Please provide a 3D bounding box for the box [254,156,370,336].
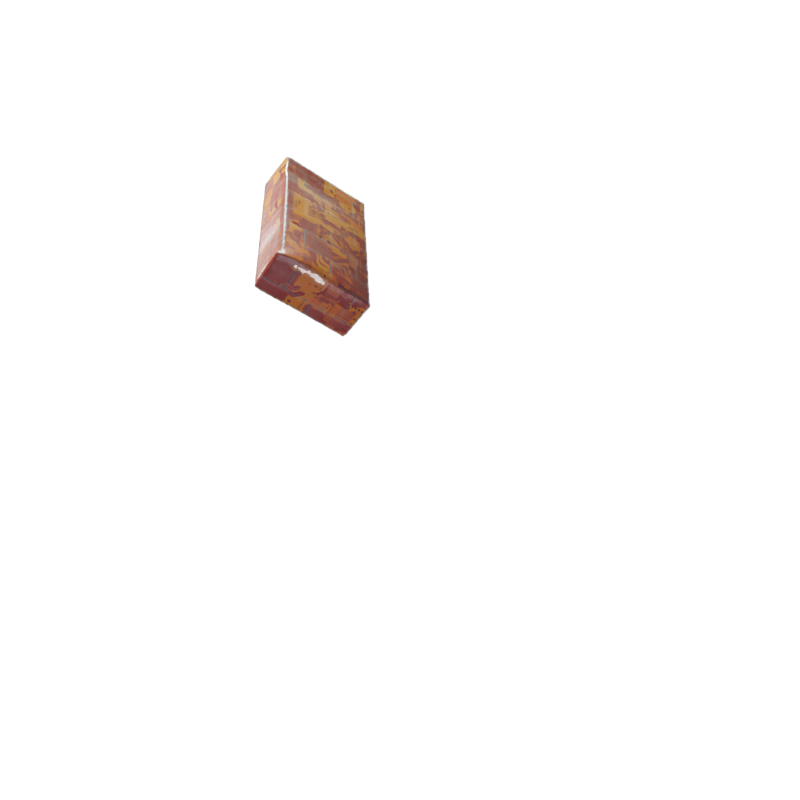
[{"bbox_3d":[-0.077,-0.140,0.983,0.090,0.047,0.188,29,28,-21],"label":"box"}]
